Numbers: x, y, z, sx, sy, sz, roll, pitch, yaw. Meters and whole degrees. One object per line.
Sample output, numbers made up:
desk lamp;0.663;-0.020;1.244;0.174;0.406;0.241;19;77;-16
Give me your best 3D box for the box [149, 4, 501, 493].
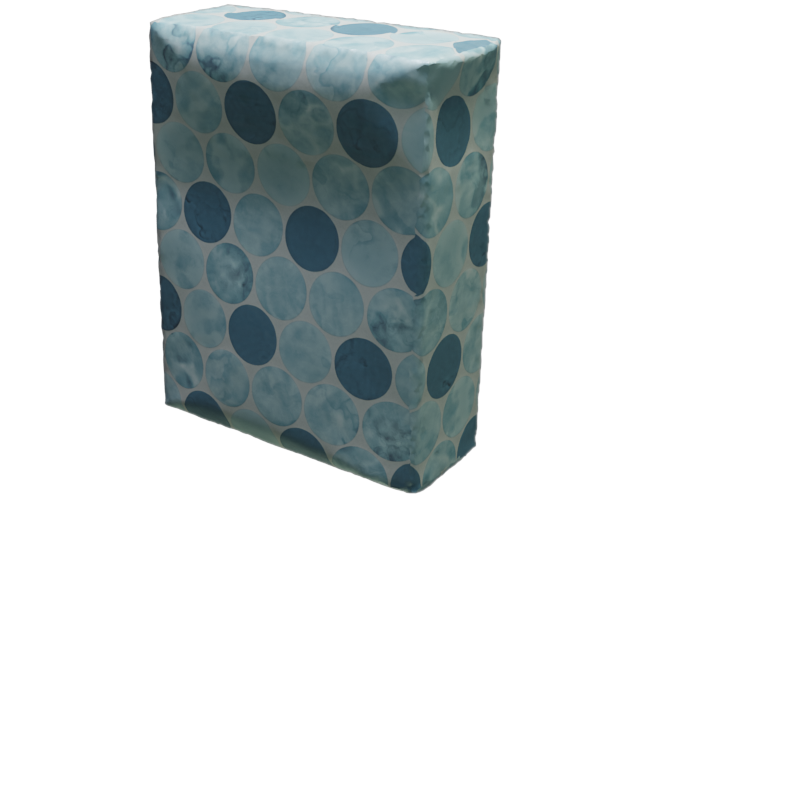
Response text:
box;-0.043;-0.079;0.553;0.173;0.203;0.072;17;27;31
